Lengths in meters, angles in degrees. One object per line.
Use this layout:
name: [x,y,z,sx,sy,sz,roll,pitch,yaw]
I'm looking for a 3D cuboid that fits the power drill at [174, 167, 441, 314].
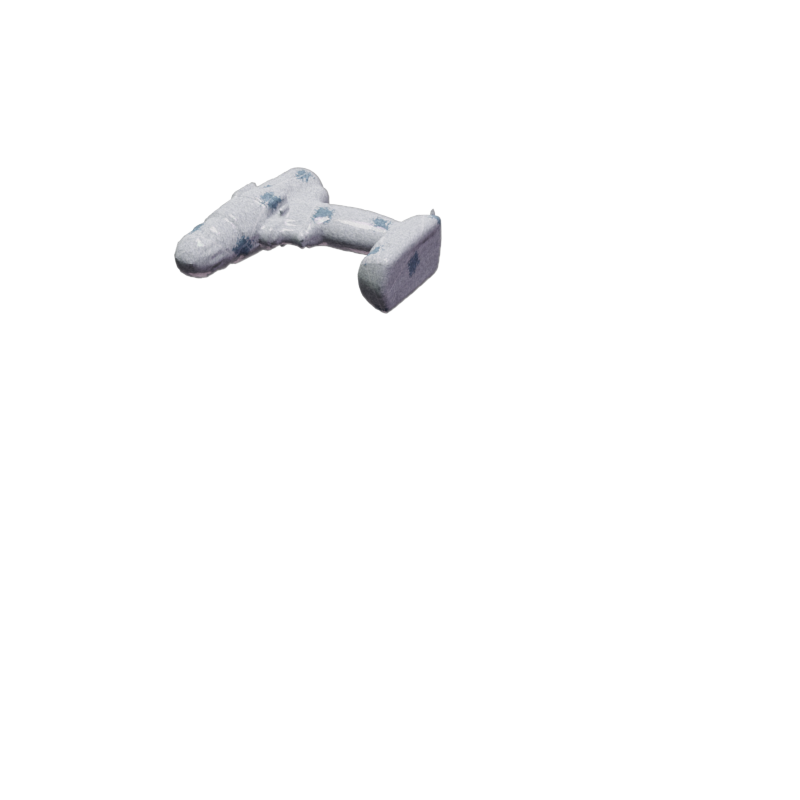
power drill: [-0.074,-0.135,0.945,0.197,0.054,0.187,21,41,26]
